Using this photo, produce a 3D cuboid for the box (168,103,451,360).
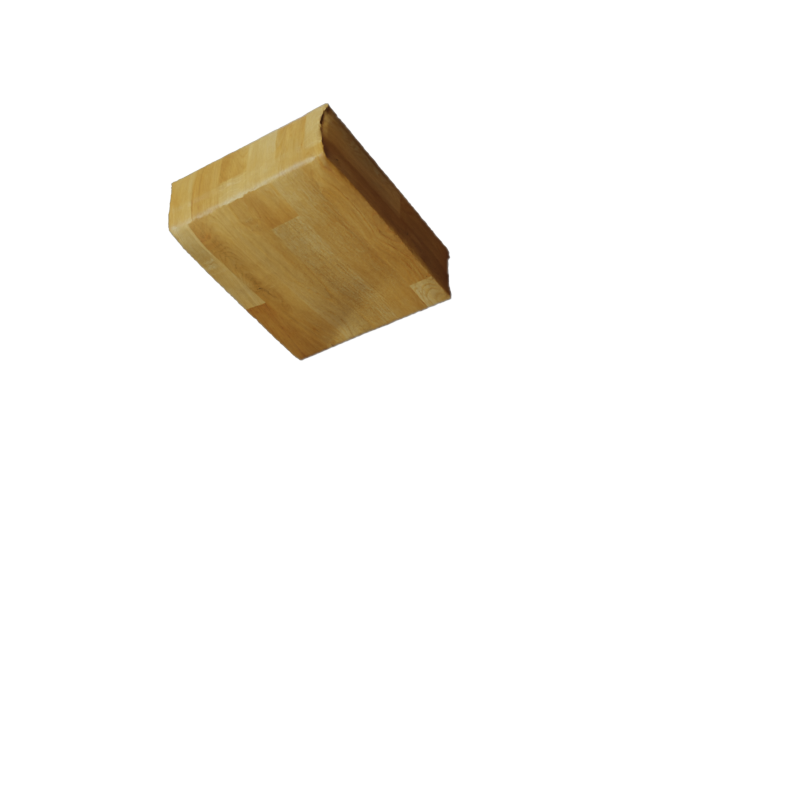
[{"bbox_3d":[-0.041,-0.075,0.523,0.090,0.042,0.105,-23,-45,24],"label":"box"}]
